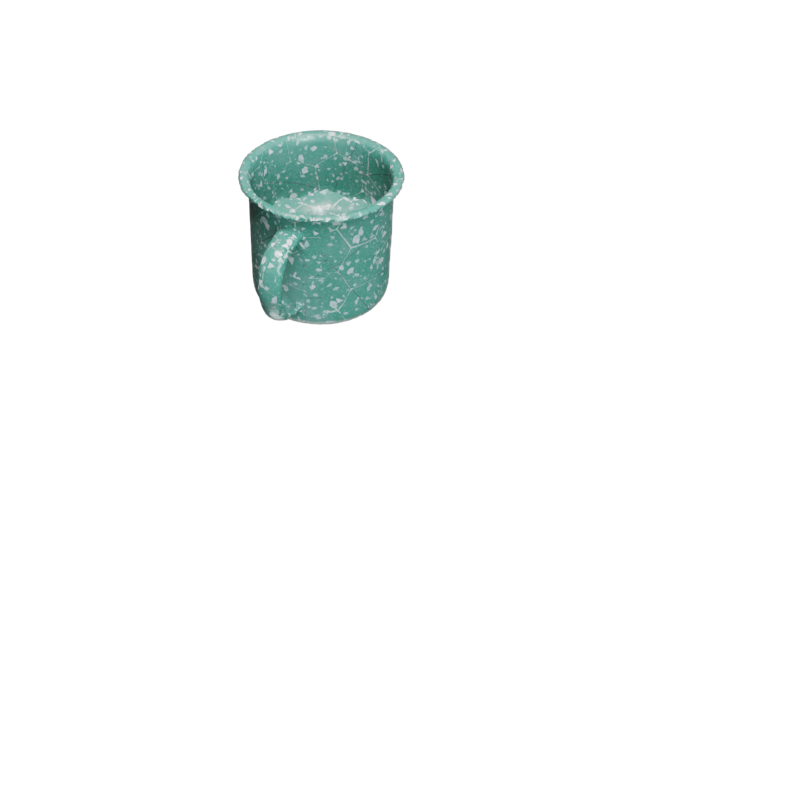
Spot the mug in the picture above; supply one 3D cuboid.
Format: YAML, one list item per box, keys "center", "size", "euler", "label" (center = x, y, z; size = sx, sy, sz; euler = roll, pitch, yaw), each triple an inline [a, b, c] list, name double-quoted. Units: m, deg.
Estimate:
- center: [-0.050, -0.091, 0.634]
  size: [0.096, 0.076, 0.122]
  euler: [13, 42, 14]
  label: "mug"
